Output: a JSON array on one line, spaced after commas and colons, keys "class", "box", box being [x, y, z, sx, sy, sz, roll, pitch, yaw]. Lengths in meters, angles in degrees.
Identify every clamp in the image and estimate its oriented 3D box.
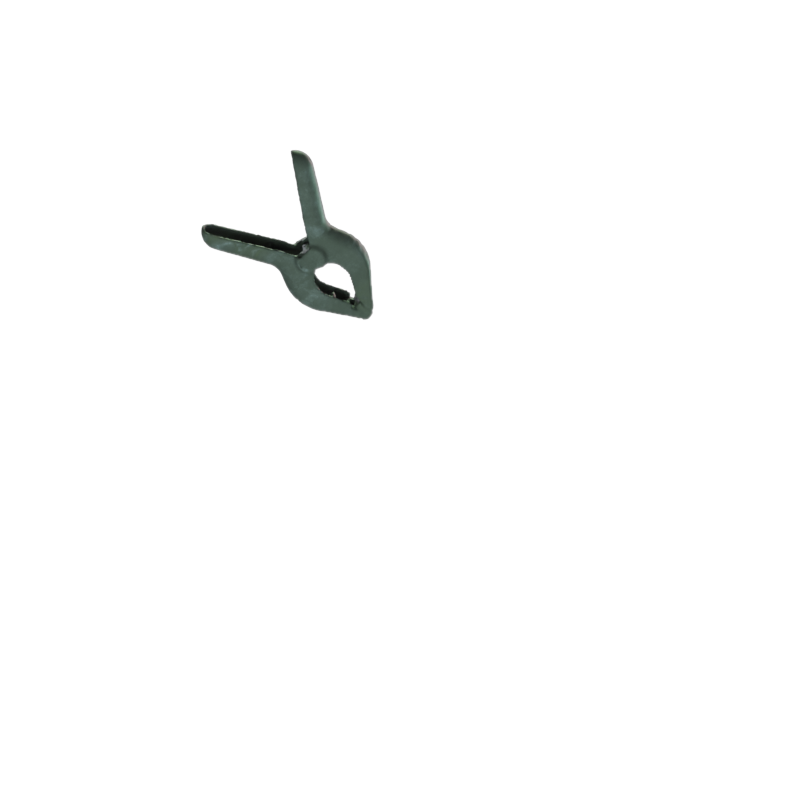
[{"class": "clamp", "box": [-0.077, -0.141, 0.988, 0.163, 0.118, 0.042, 35, 29, -22]}]
